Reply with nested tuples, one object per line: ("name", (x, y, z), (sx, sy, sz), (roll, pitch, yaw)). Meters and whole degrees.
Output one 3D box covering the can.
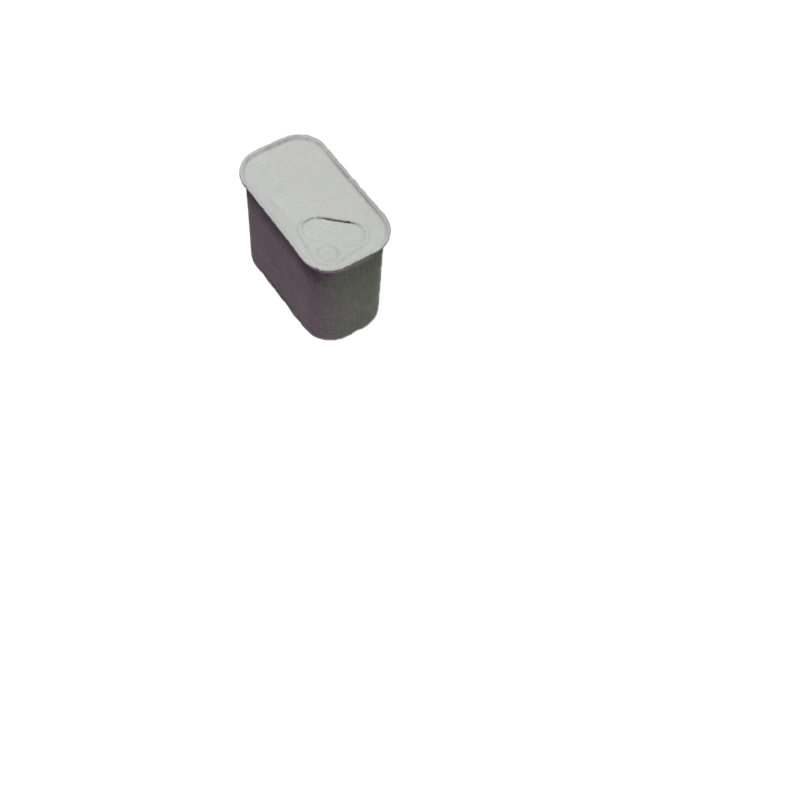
("can", (-0.053, -0.097, 0.678), (0.057, 0.109, 0.078), (-28, -29, -19))
